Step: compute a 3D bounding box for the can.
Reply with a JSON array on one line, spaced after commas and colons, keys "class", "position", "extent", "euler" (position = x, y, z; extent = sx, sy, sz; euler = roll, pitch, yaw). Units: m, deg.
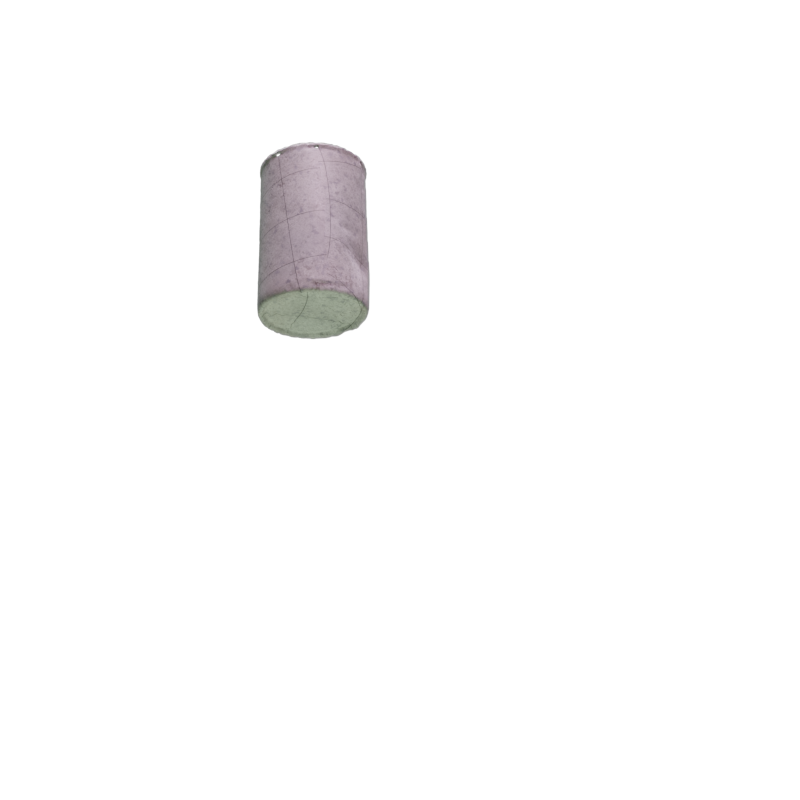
[{"class": "can", "position": [-0.053, -0.097, 0.680], "extent": [0.068, 0.108, 0.065], "euler": [0, -27, -2]}]
